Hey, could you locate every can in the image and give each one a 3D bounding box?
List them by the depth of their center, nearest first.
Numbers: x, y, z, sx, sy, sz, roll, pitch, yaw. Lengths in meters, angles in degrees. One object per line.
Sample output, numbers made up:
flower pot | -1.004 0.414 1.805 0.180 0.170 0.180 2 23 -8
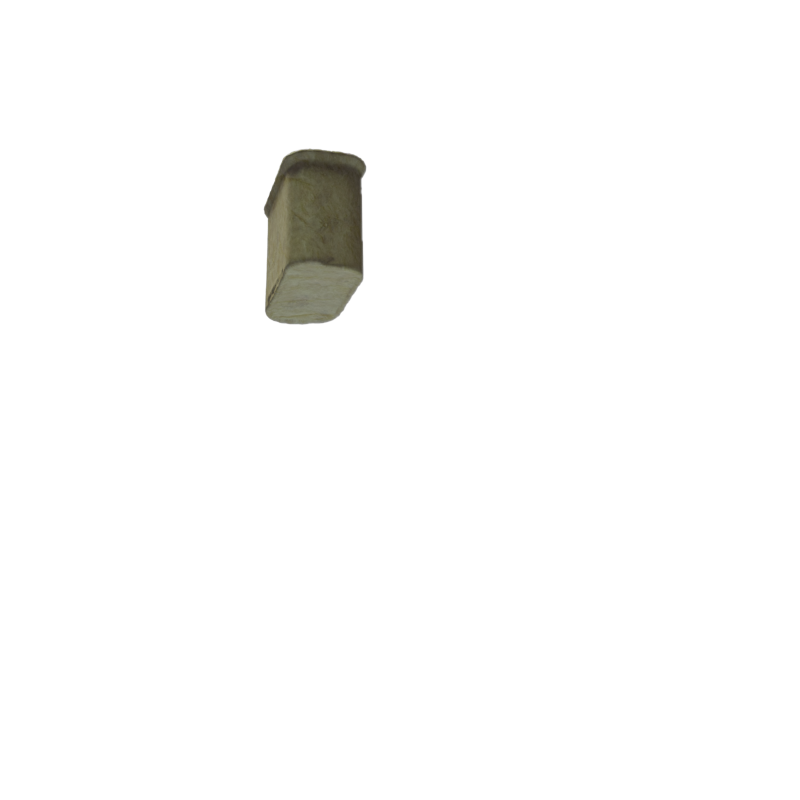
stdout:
can | -0.059 -0.107 0.748 0.056 0.088 0.099 6 -23 -15
